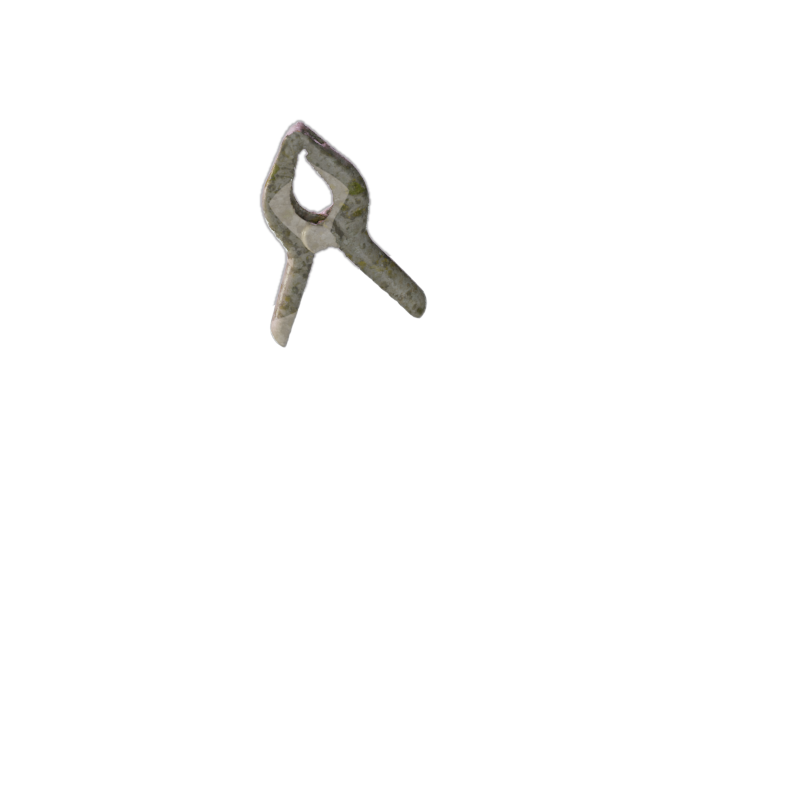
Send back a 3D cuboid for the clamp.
[{"bbox_3d":[-0.064,-0.117,0.822,0.120,0.165,0.041,-23,15,6],"label":"clamp"}]
